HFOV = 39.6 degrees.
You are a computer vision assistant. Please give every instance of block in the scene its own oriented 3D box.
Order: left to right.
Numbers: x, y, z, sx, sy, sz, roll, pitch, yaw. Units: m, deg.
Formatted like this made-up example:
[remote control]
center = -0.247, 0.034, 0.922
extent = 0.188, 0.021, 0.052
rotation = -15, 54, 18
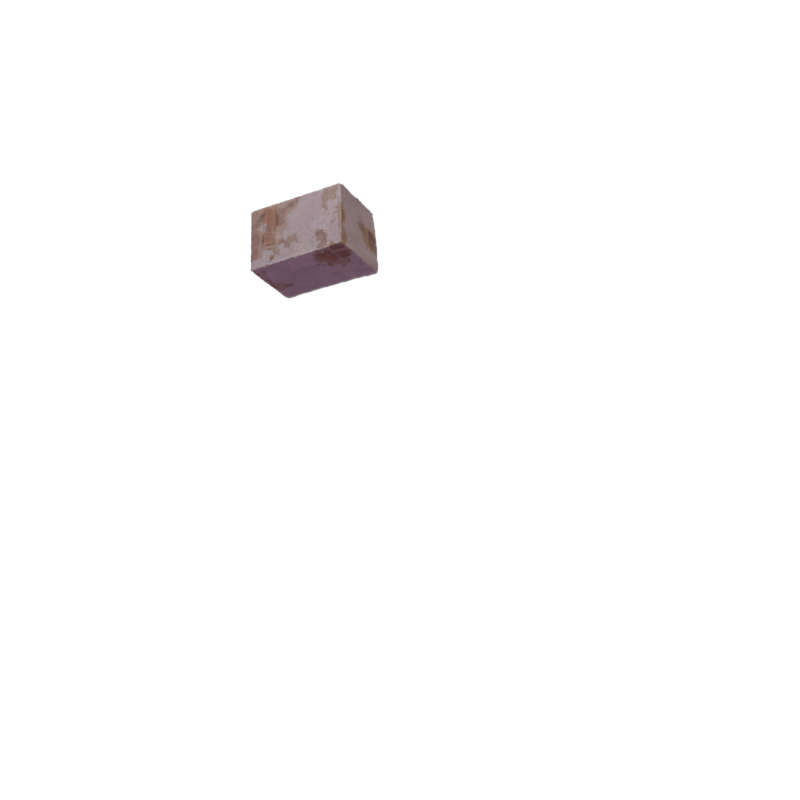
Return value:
[block]
center = -0.062, -0.114, 0.798
extent = 0.079, 0.054, 0.049
rotation = -13, -29, 25
